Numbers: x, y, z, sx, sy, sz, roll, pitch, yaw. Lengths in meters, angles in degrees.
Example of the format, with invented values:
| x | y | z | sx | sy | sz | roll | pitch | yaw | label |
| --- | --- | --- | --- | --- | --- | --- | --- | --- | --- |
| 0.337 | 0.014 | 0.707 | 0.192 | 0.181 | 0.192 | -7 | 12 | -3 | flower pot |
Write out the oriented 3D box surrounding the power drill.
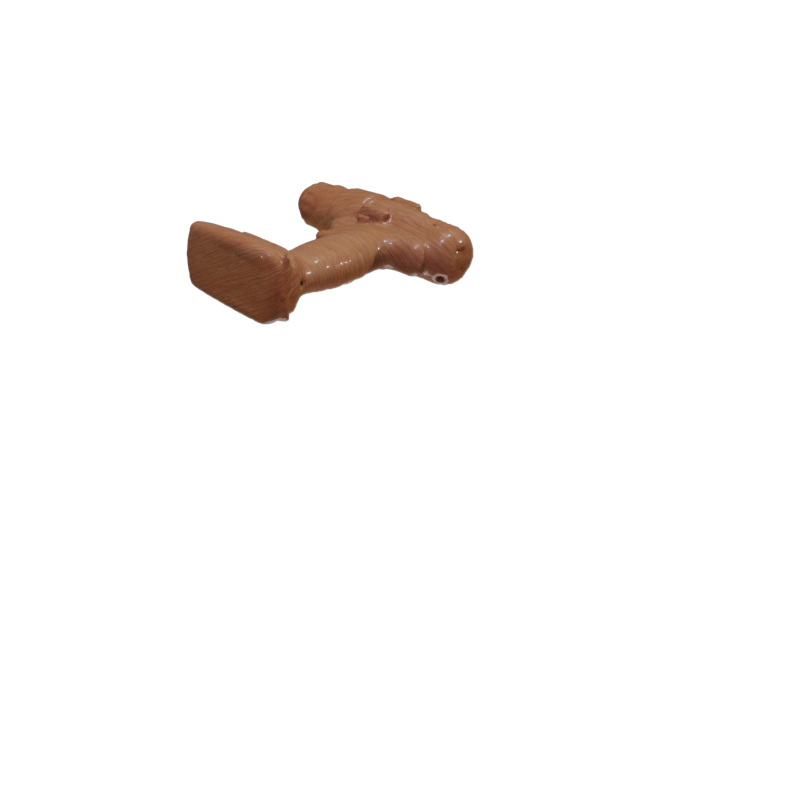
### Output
| x | y | z | sx | sy | sz | roll | pitch | yaw | label |
| --- | --- | --- | --- | --- | --- | --- | --- | --- | --- |
| -0.067 | -0.122 | 0.852 | 0.185 | 0.055 | 0.197 | -21 | 32 | -37 | power drill |
